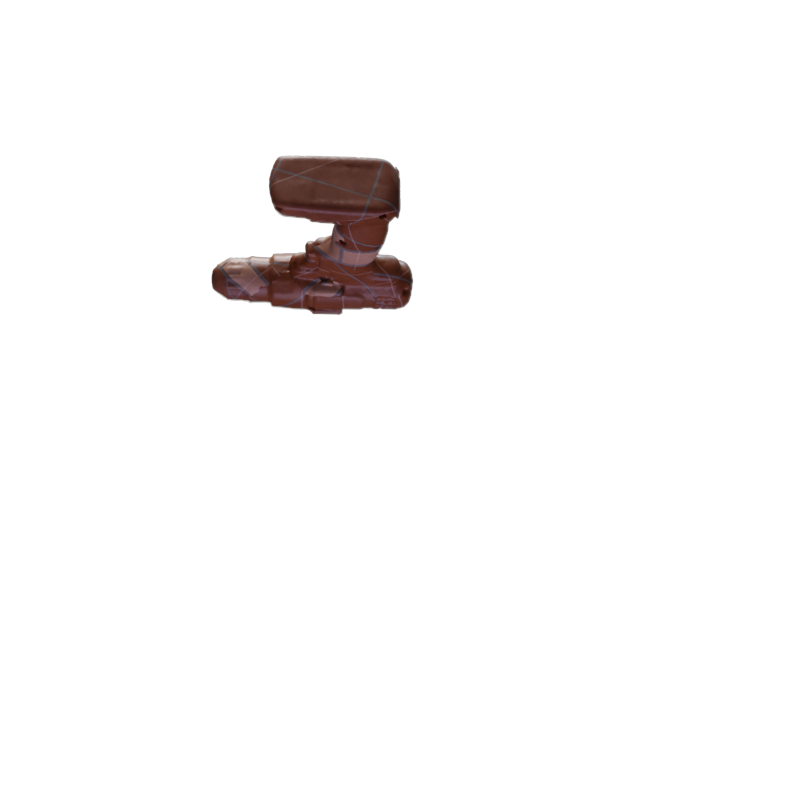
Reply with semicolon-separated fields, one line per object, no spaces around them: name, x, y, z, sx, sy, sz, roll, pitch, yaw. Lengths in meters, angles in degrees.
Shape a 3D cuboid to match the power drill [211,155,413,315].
power drill;-0.075;-0.137;0.961;0.184;0.061;0.177;1;-25;-3
